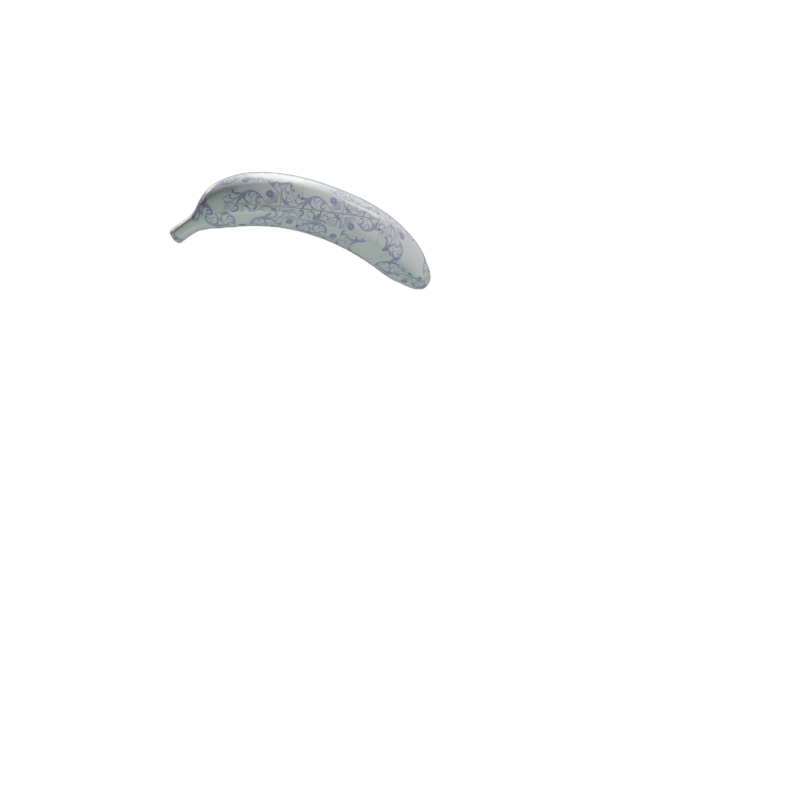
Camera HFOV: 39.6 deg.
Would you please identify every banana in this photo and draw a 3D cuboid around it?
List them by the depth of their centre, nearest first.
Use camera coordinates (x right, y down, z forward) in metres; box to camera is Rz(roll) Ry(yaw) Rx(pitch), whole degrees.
[{"bbox_3d":[-0.059,-0.124,0.787,0.192,0.039,0.067,11,-36,-16],"label":"banana"}]
